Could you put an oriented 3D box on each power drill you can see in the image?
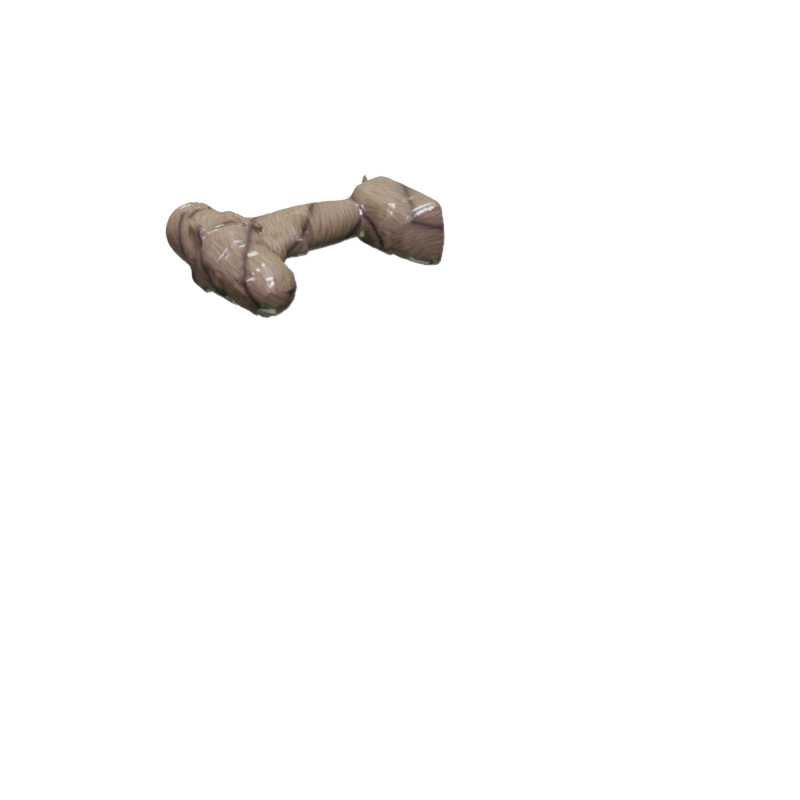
[{"bbox_3d":[-0.065,-0.118,0.826,0.184,0.055,0.197,-12,28,-25],"label":"power drill"}]
